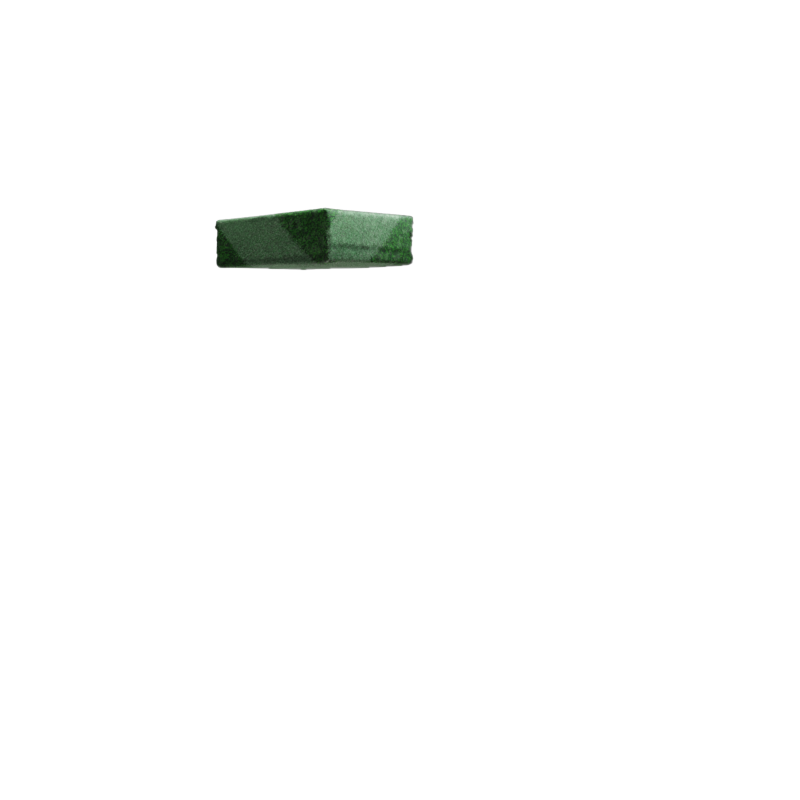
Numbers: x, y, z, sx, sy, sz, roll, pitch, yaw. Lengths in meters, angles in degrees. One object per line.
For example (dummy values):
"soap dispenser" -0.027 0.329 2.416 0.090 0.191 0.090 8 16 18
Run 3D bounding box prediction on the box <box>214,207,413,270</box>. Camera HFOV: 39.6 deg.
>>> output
"box" -0.061 -0.111 0.779 0.118 0.039 0.086 5 7 42
